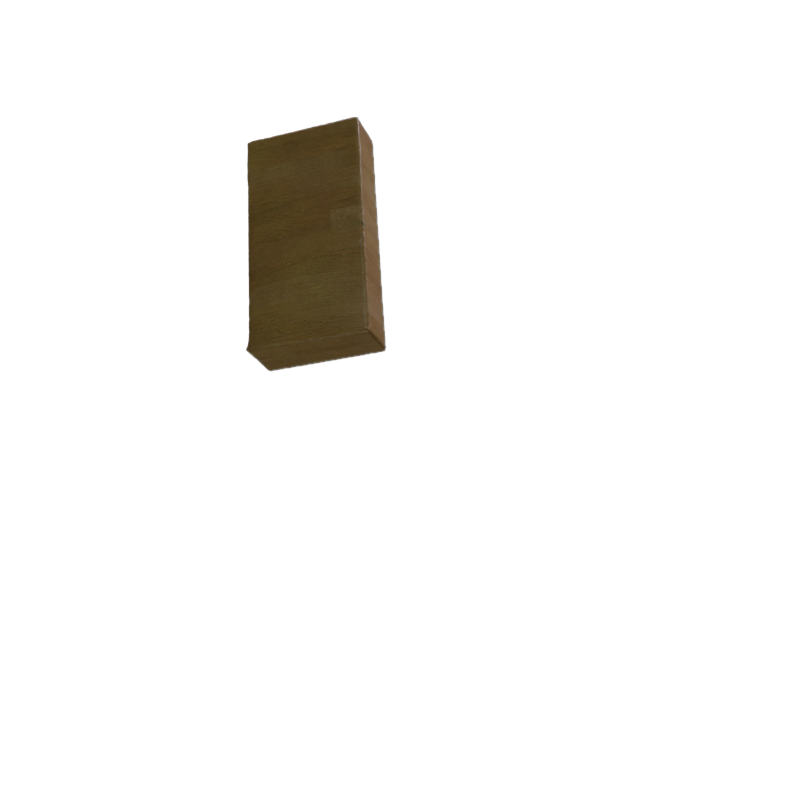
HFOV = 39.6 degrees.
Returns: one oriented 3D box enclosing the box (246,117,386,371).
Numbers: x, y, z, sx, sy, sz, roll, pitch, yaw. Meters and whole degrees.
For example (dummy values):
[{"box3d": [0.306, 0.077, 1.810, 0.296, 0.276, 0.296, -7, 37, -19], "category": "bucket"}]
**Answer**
[{"box3d": [-0.063, -0.116, 0.811, 0.095, 0.187, 0.044, -11, -29, 16], "category": "box"}]
